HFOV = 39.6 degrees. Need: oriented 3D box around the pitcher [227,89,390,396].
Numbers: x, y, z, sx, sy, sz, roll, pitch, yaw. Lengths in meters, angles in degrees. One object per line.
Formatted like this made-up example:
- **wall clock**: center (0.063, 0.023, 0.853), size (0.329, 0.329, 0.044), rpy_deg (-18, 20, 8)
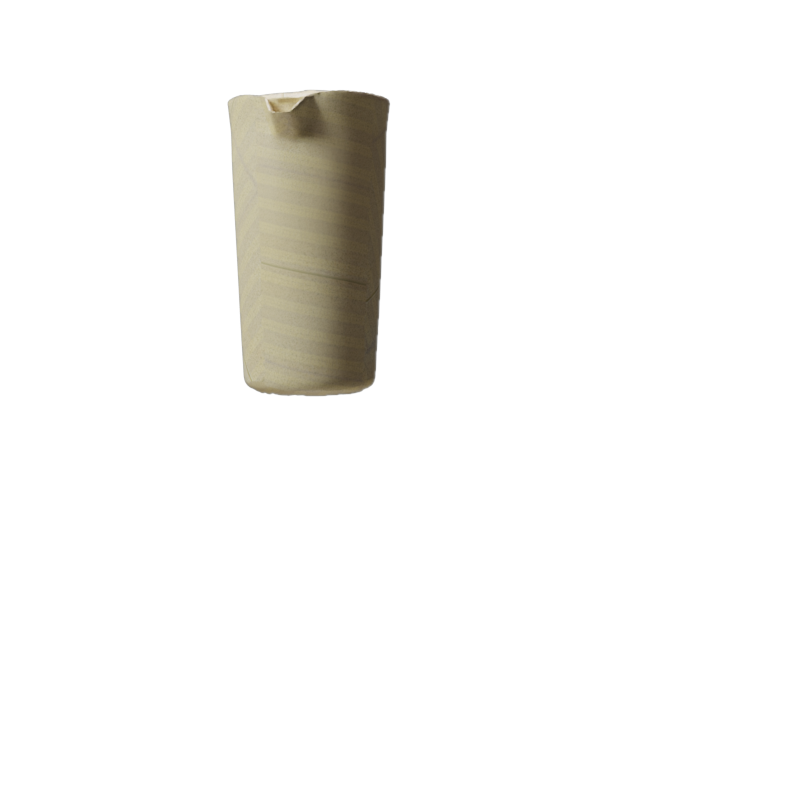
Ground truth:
- **pitcher**: center (-0.072, -0.131, 0.919), size (0.144, 0.243, 0.150), rpy_deg (-1, 1, -34)
